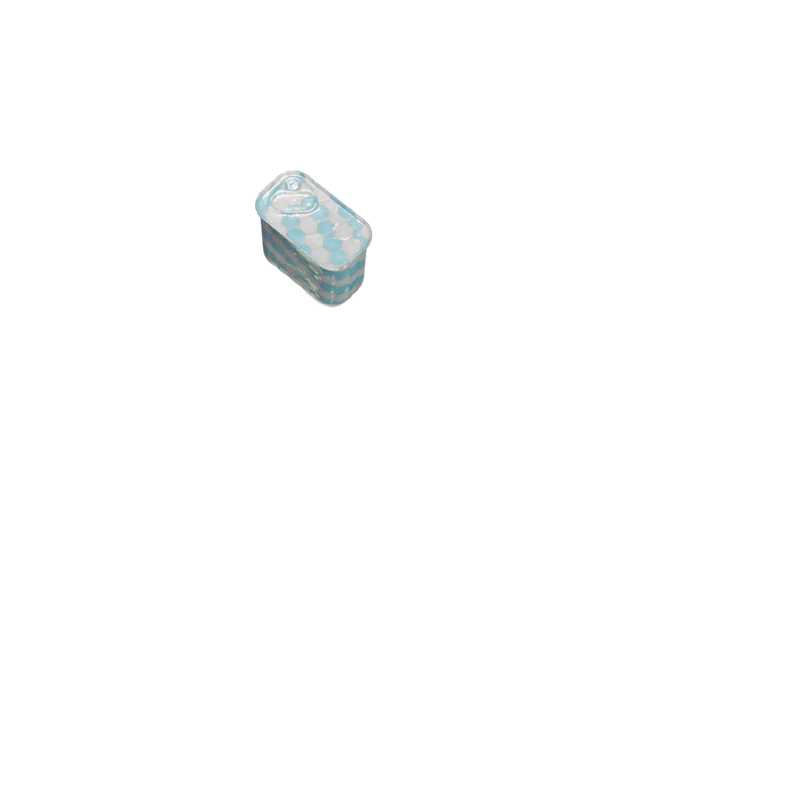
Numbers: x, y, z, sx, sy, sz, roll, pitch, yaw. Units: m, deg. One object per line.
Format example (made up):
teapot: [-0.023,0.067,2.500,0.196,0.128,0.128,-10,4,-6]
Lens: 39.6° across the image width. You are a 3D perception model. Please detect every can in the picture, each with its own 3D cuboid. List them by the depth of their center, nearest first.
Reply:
can: [-0.075,-0.137,0.961,0.106,0.058,0.079,40,-19,15]
